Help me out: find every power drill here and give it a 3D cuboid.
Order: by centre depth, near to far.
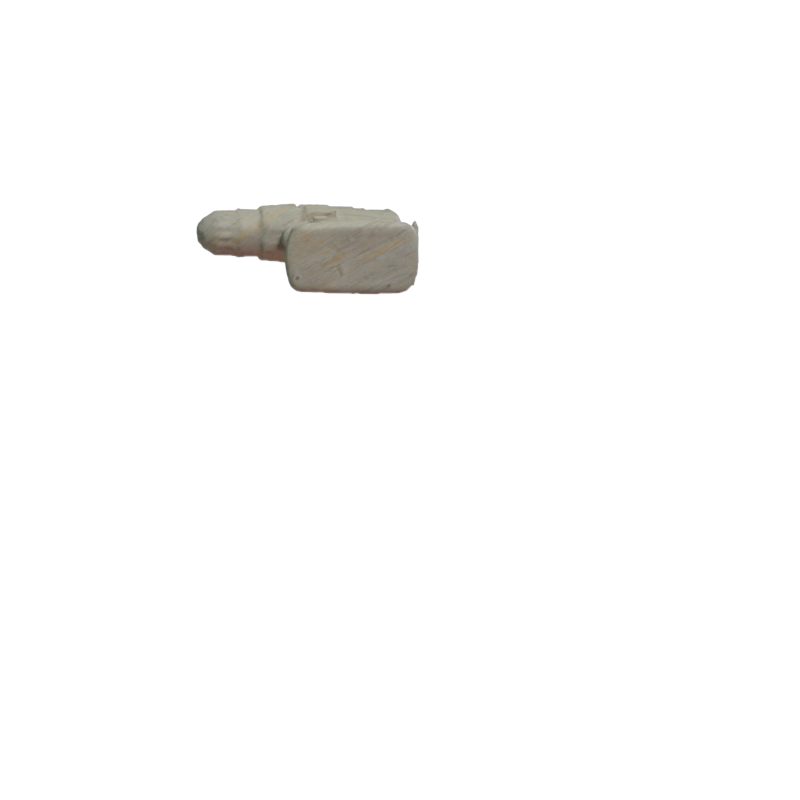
[{"bbox_3d":[-0.072,-0.132,0.925,0.182,0.056,0.196,-3,16,-12],"label":"power drill"}]
